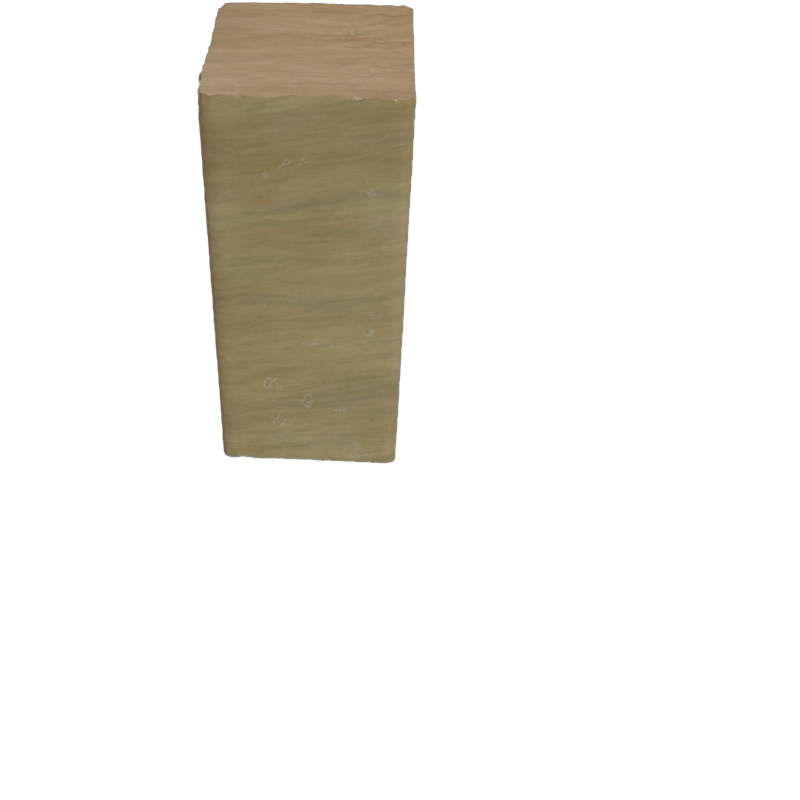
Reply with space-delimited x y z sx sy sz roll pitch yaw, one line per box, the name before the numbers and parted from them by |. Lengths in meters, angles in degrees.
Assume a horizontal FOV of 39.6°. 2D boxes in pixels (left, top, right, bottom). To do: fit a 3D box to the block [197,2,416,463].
block | -0.042 -0.076 0.530 0.090 0.192 0.097 2 40 -1
